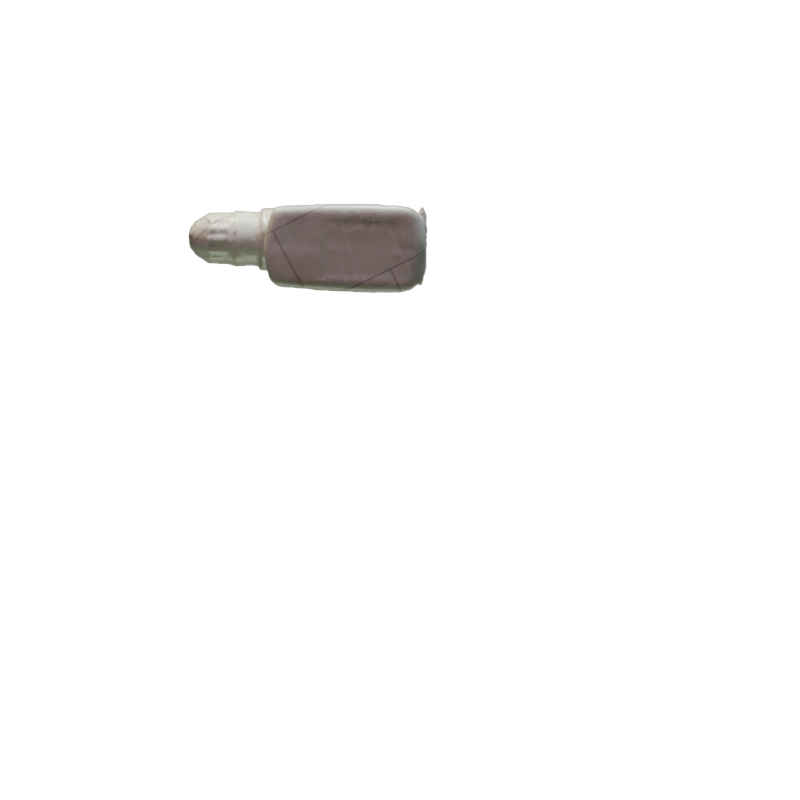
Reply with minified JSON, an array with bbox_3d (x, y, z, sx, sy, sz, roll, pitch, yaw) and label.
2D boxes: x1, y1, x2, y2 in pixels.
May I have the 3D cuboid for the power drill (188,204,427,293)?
[{"bbox_3d":[-0.062,-0.114,0.796,0.183,0.056,0.192,-1,11,-6],"label":"power drill"}]
